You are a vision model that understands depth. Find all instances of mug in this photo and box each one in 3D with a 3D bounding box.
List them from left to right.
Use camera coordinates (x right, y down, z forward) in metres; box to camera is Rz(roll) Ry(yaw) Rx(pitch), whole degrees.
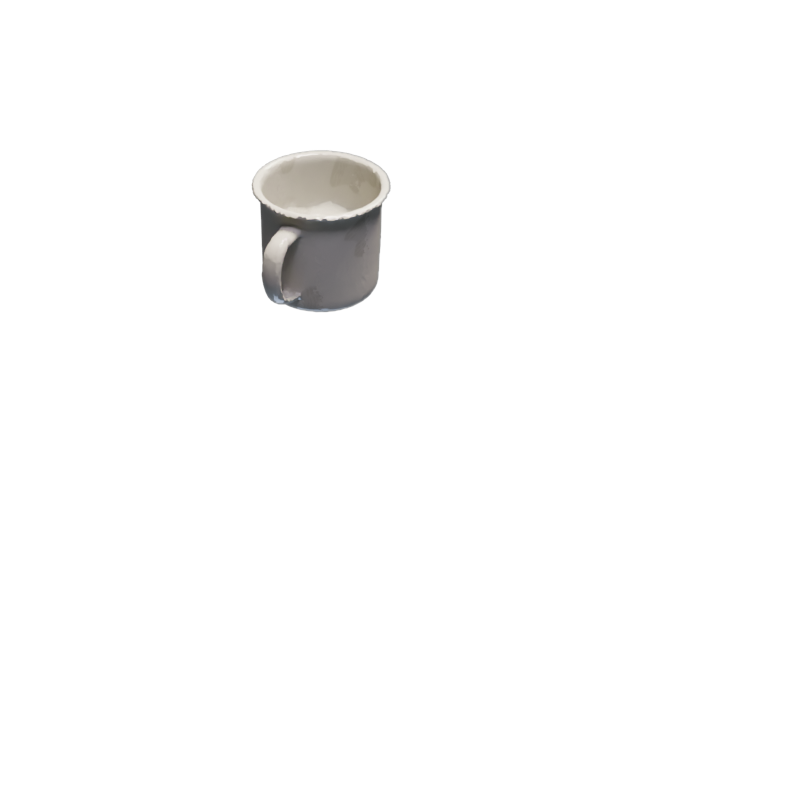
[{"bbox_3d":[-0.059,-0.107,0.753,0.097,0.076,0.121,15,39,18],"label":"mug"}]
